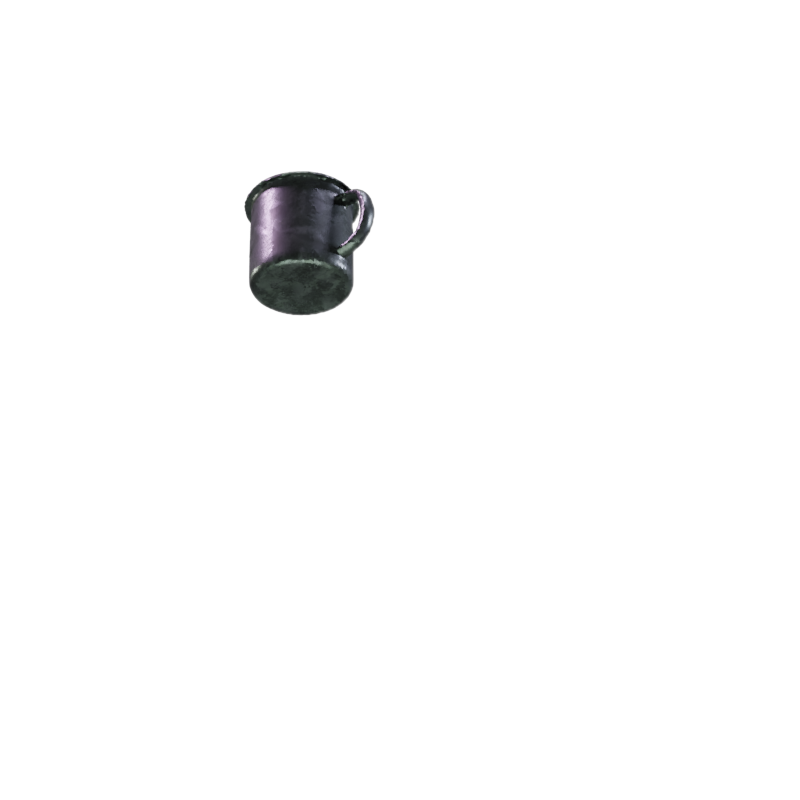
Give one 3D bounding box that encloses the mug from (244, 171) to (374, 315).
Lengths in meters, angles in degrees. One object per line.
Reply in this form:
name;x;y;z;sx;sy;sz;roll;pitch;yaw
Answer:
mug;-0.068;-0.124;0.871;0.118;0.087;0.087;-22;-38;29
